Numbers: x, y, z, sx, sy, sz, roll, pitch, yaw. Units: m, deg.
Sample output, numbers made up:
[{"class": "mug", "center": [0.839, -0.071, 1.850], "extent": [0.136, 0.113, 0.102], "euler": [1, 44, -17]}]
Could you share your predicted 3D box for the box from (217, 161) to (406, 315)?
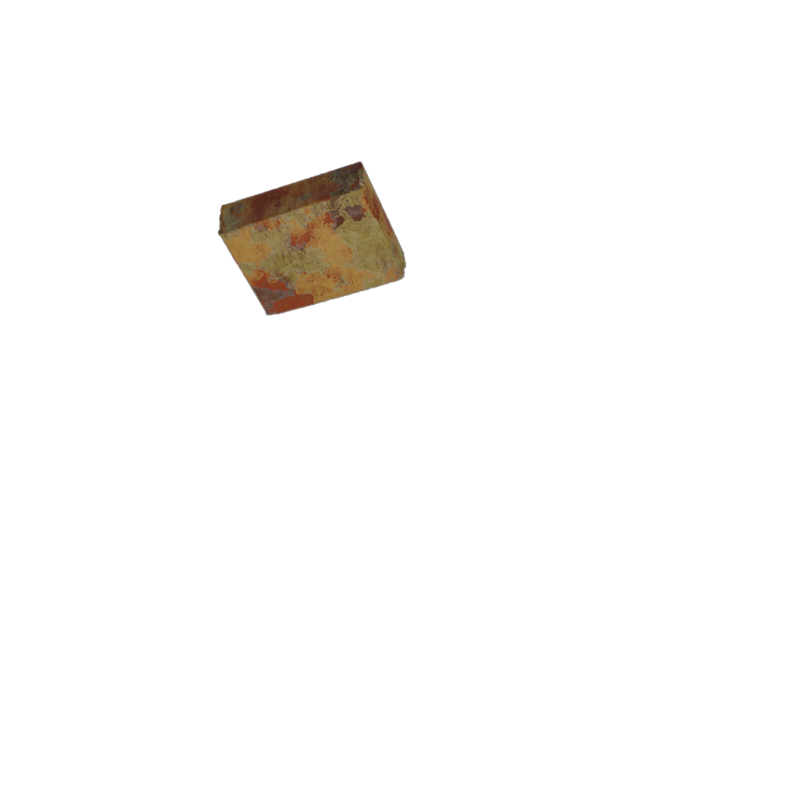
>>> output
[{"class": "box", "center": [-0.063, -0.115, 0.804], "extent": [0.114, 0.083, 0.042], "euler": [-16, 40, 13]}]
